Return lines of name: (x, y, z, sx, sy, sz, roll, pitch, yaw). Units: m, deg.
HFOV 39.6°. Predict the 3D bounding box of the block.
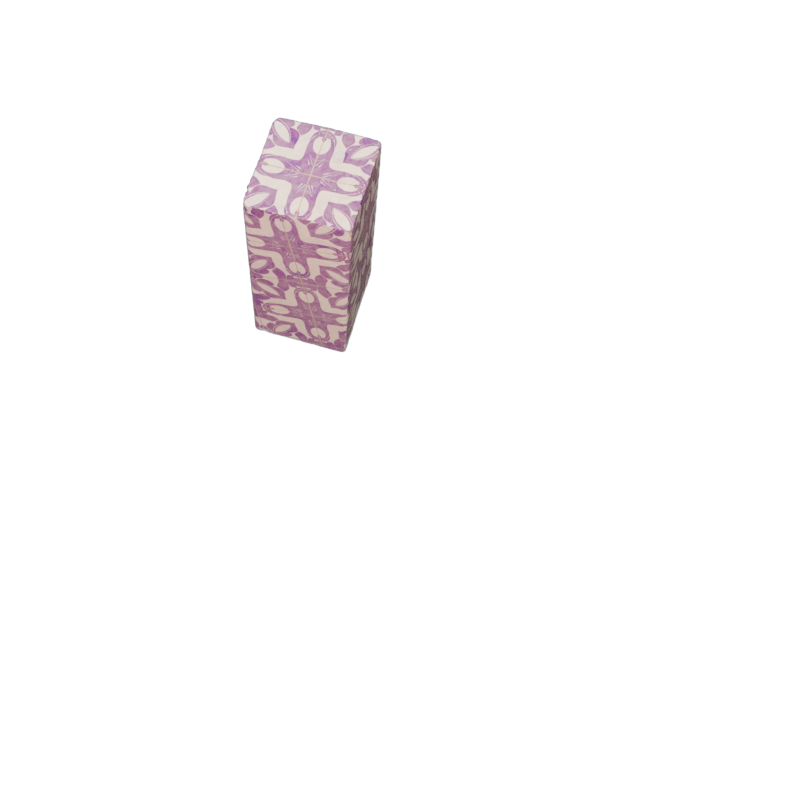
block: (-0.074, -0.135, 0.942, 0.091, 0.095, 0.195, 15, -26, 4)
